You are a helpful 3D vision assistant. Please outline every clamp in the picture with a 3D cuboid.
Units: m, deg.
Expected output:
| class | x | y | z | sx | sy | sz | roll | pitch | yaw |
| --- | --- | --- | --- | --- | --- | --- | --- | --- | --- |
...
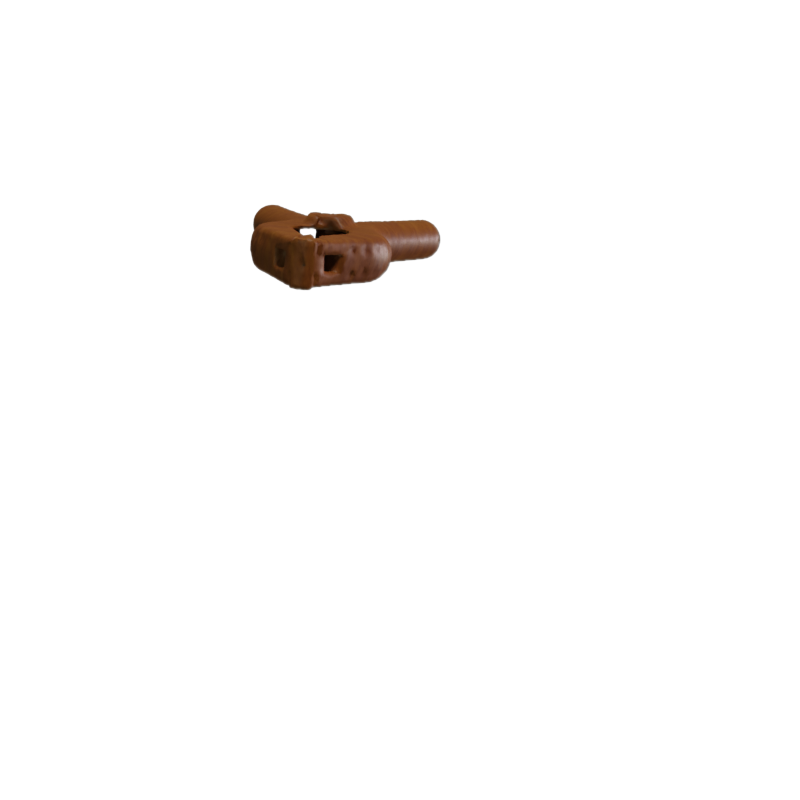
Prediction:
| class | x | y | z | sx | sy | sz | roll | pitch | yaw |
| --- | --- | --- | --- | --- | --- | --- | --- | --- | --- |
| clamp | -0.051 | -0.093 | 0.654 | 0.123 | 0.038 | 0.171 | 3 | 12 | 16 |
